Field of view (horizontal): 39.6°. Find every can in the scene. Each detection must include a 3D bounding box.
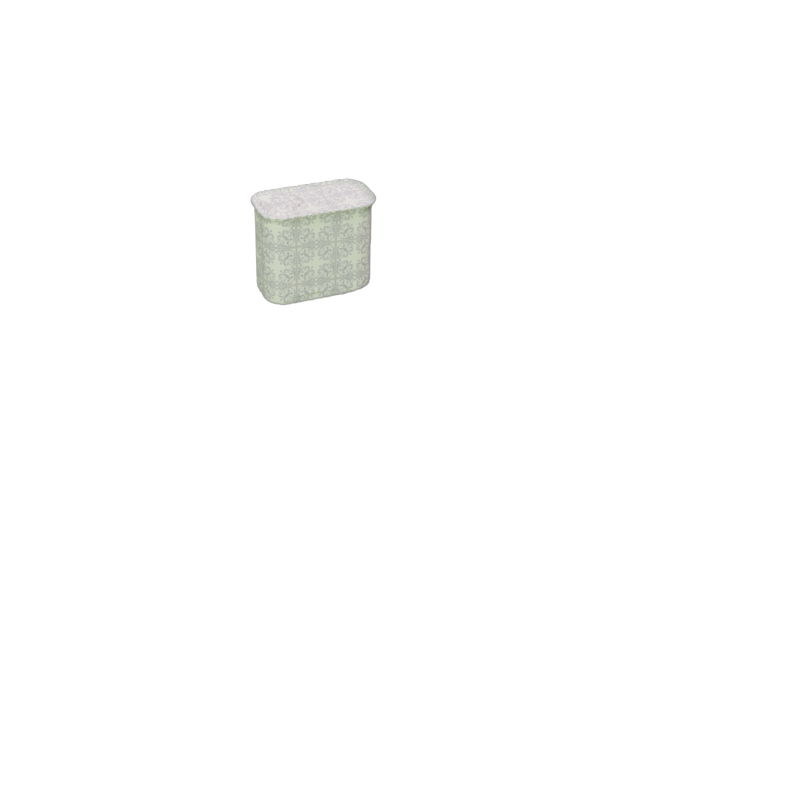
[{"bbox_3d":[-0.074,-0.134,0.939,0.100,0.079,0.062,-11,33,-19],"label":"can"}]
